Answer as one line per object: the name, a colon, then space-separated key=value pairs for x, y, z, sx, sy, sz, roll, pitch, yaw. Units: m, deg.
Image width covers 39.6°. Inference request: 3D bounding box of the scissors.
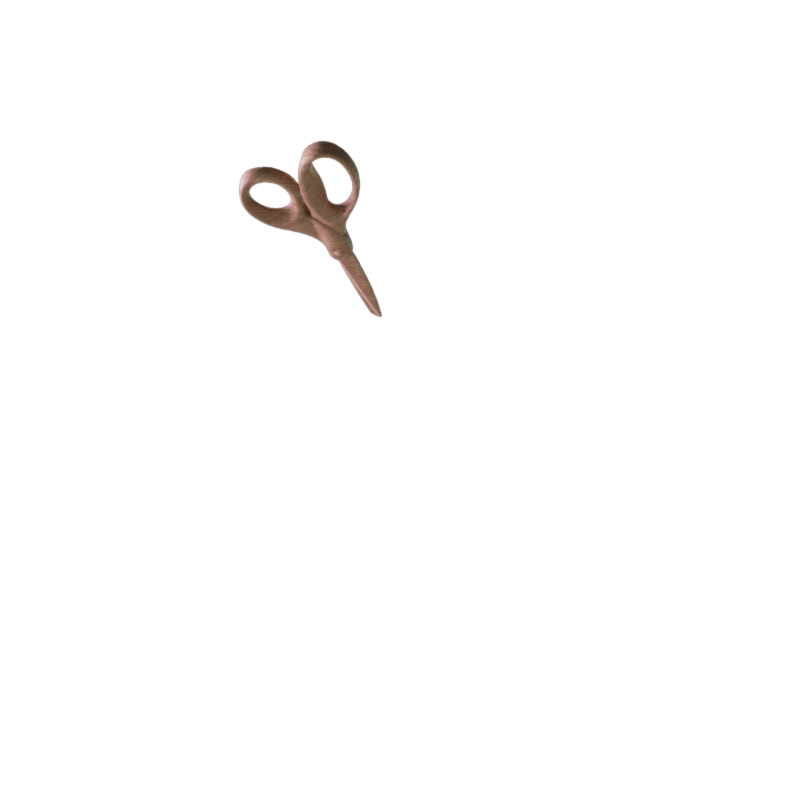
scissors: x=-0.066 y=-0.120 z=0.838 sx=0.096 sy=0.017 sz=0.188 roll=-1 pitch=-35 yaw=2
